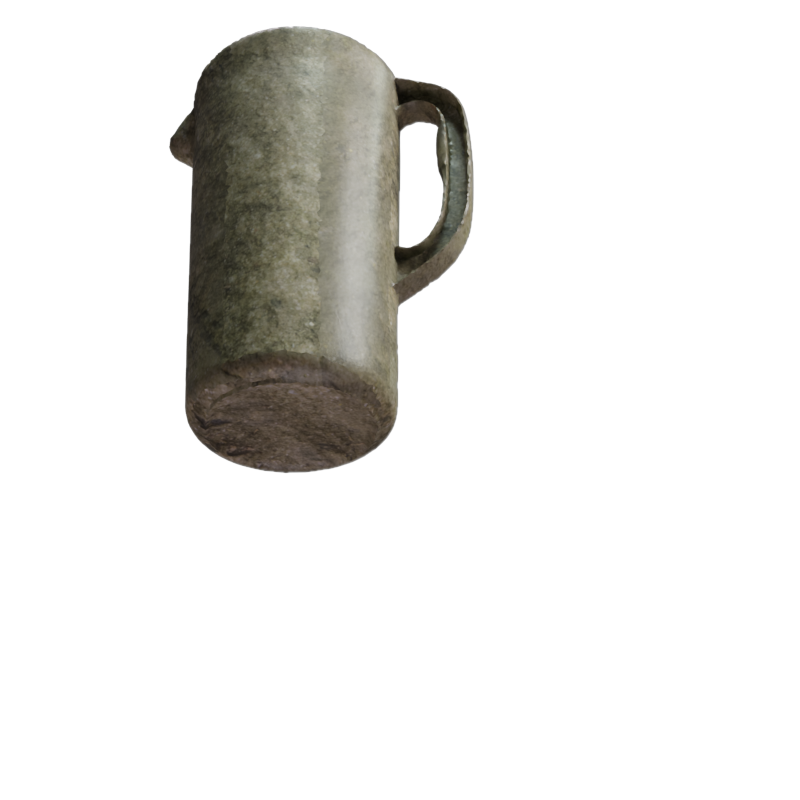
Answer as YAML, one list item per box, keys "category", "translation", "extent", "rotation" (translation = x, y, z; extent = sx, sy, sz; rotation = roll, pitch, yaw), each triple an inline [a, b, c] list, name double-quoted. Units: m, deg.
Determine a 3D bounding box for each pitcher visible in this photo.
- category: "pitcher"
  translation: [-0.049, -0.090, 0.630]
  extent: [0.138, 0.260, 0.146]
  rotation: [21, -43, -28]
